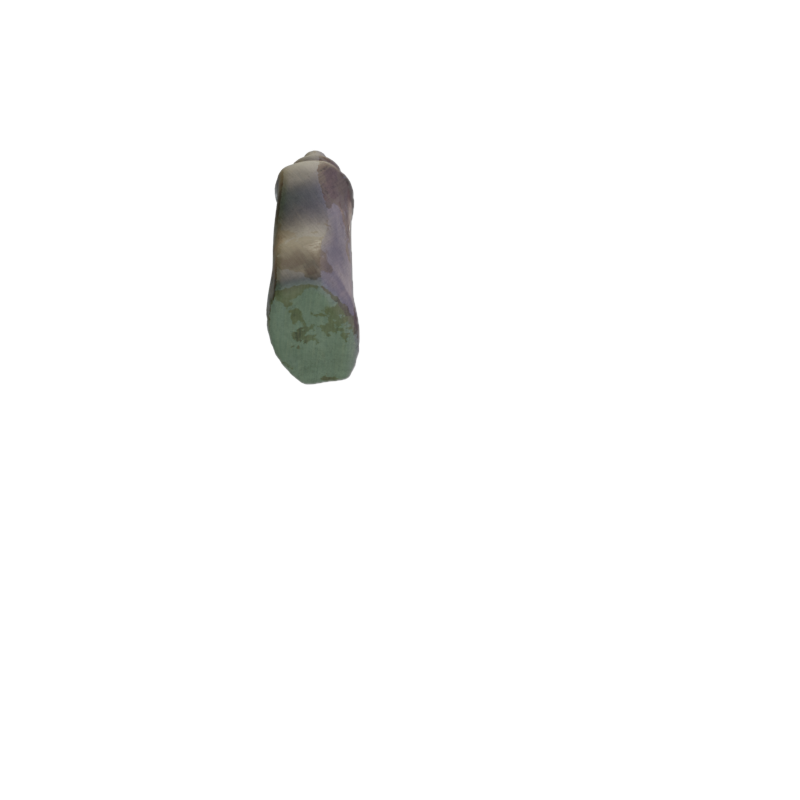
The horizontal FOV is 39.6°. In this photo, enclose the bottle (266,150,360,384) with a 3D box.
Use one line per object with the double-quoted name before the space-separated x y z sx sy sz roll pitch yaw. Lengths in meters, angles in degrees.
"bottle" -0.060 -0.111 0.778 0.059 0.206 0.089 -10 -45 6
